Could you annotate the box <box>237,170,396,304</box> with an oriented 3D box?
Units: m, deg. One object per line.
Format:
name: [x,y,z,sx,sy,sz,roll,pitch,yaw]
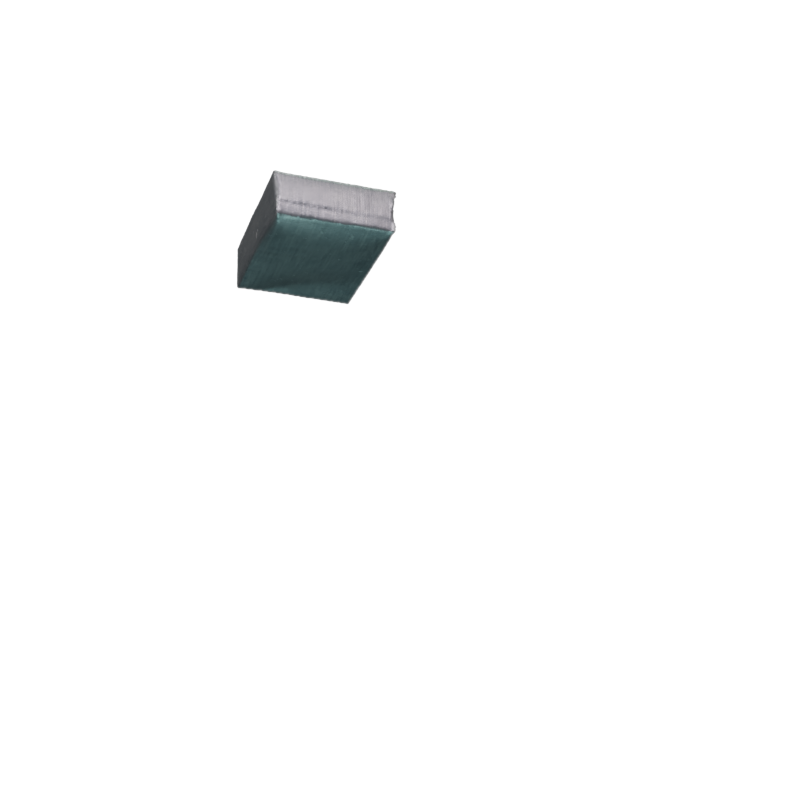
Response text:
box: [-0.063,-0.114,0.800,0.087,0.041,0.110,8,-25,-18]
